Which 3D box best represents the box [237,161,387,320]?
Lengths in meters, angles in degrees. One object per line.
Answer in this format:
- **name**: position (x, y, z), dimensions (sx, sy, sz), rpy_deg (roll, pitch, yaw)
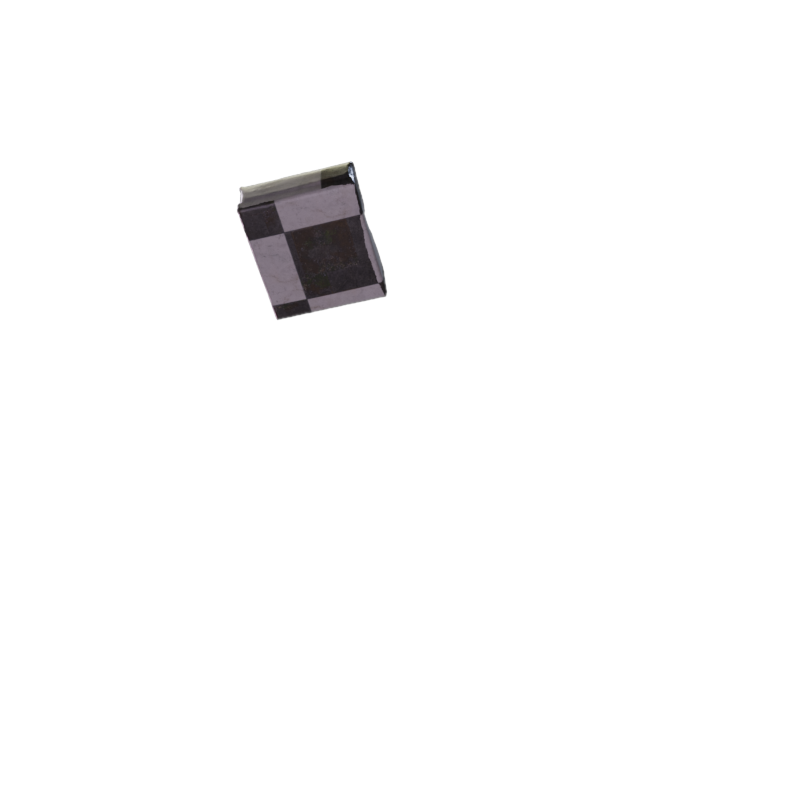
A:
- **box**: position (-0.054, -0.098, 0.689), dimensions (0.073, 0.083, 0.032), rpy_deg (-12, 34, 8)
